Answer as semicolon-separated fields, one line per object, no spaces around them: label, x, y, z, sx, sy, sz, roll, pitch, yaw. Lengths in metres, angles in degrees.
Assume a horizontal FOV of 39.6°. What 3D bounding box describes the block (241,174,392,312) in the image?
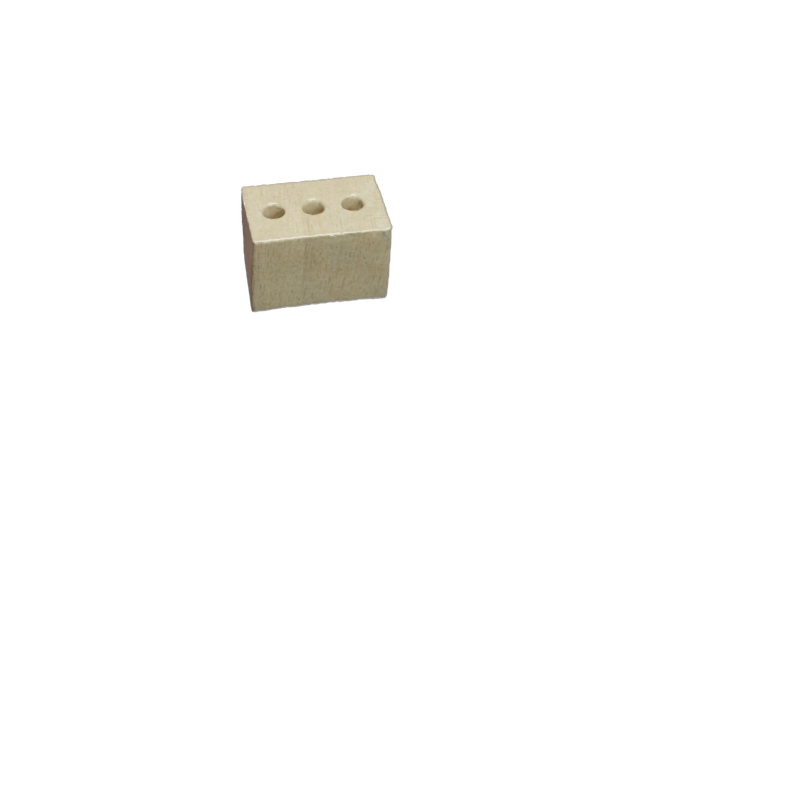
block;-0.048;-0.088;0.619;0.077;0.048;0.057;-7;45;-9
